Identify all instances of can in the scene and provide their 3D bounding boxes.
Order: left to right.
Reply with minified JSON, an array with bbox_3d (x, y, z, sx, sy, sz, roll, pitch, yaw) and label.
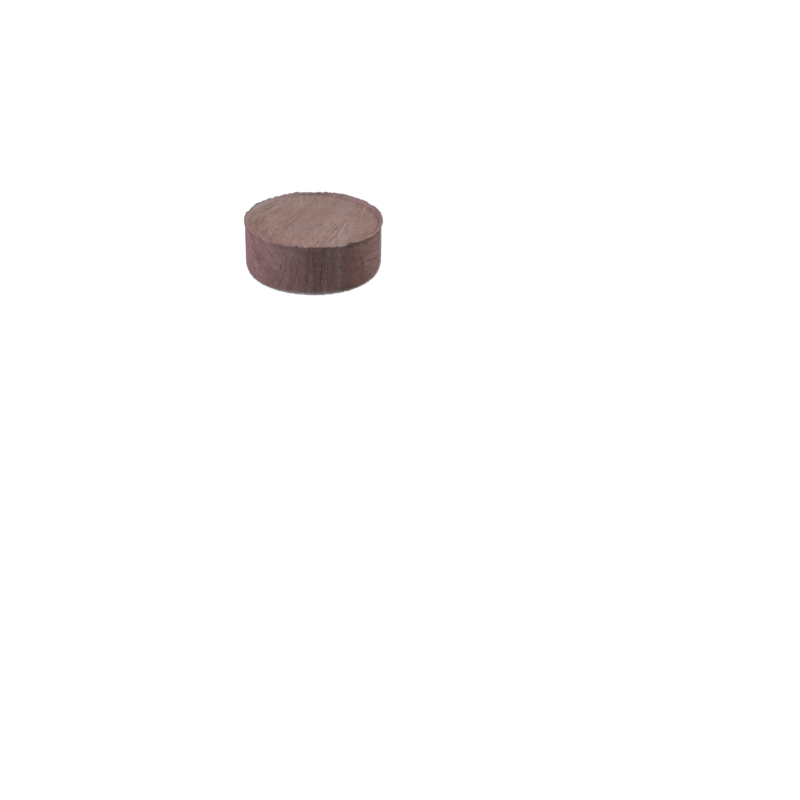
[{"bbox_3d":[-0.054,-0.098,0.688,0.086,0.032,0.091,-1,31,-2],"label":"can"}]
